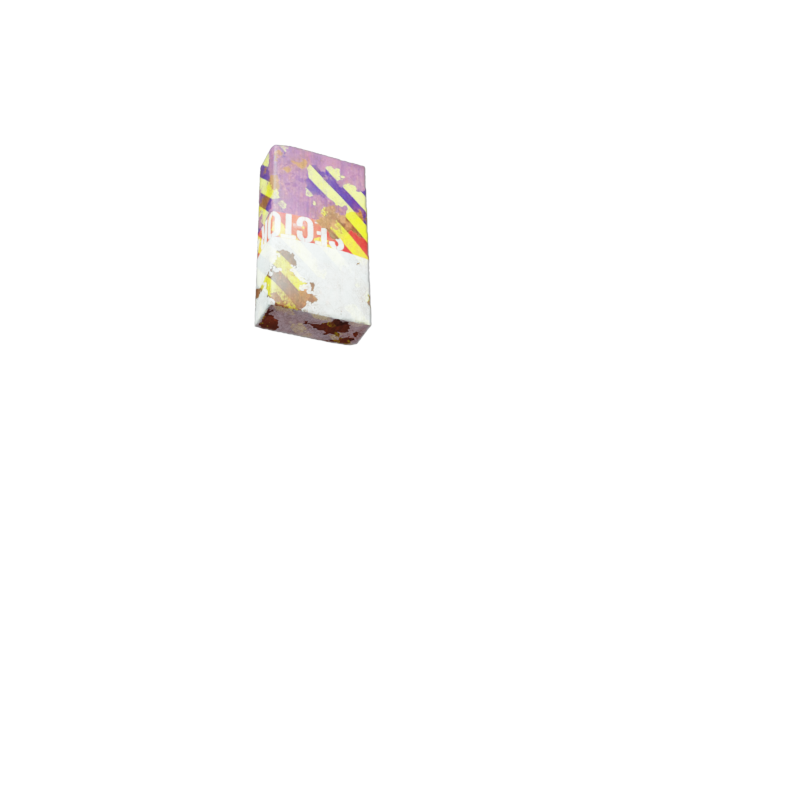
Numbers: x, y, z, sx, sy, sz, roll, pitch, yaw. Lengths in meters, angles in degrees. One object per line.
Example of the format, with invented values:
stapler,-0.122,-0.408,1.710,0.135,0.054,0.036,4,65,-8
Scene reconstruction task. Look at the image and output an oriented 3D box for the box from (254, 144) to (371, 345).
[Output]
box,-0.076,-0.138,0.965,0.090,0.188,0.046,11,-35,-20
